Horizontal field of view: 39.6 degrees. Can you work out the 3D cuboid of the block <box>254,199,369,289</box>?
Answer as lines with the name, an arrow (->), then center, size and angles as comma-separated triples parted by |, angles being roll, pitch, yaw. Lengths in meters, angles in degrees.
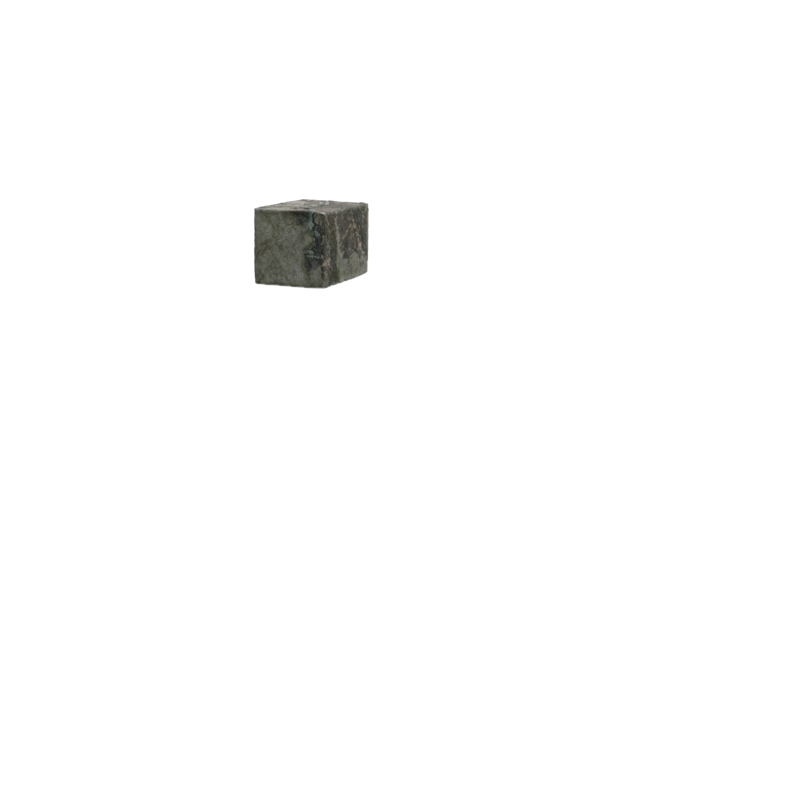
block -> -0.059, -0.108, 0.755 | 0.054, 0.050, 0.077 | 5, 14, 21
